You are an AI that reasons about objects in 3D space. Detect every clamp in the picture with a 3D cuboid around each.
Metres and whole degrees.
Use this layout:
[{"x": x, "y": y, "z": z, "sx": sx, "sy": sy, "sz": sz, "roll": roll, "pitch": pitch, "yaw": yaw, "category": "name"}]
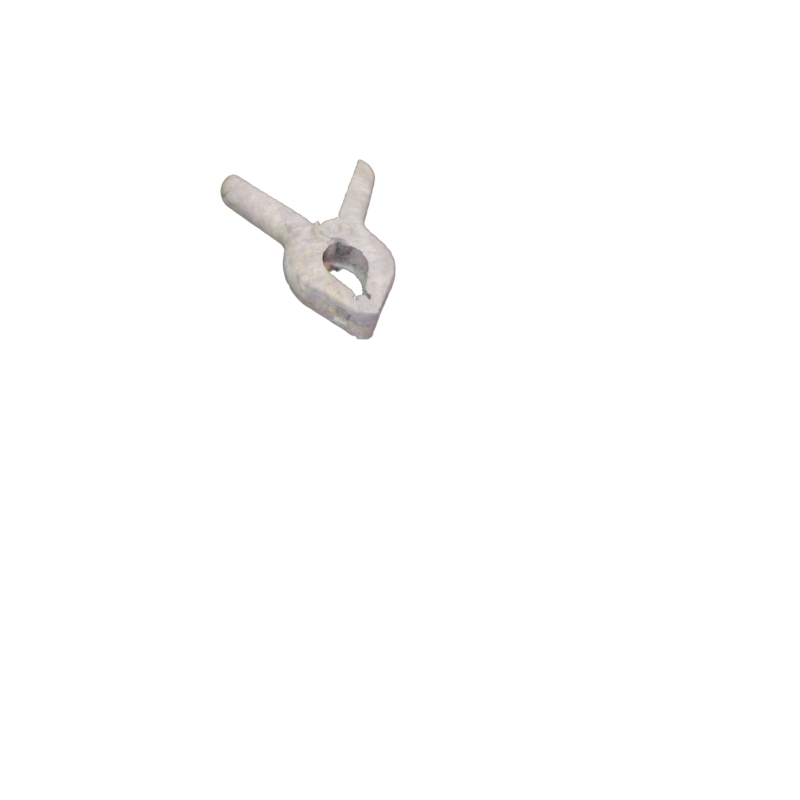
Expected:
[{"x": -0.062, "y": -0.113, "z": 0.794, "sx": 0.119, "sy": 0.036, "sz": 0.185, "roll": -8, "pitch": 45, "yaw": -9, "category": "clamp"}]
